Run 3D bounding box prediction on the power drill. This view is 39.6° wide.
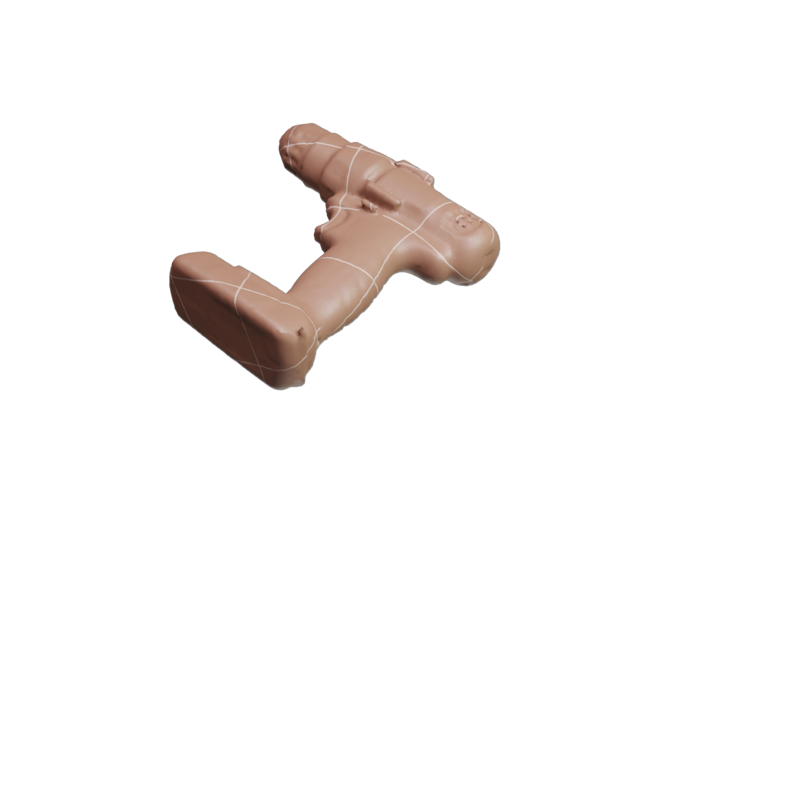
[{"bbox_3d":[-0.056,-0.103,0.721,0.196,0.053,0.189,33,54,28],"label":"power drill"}]
